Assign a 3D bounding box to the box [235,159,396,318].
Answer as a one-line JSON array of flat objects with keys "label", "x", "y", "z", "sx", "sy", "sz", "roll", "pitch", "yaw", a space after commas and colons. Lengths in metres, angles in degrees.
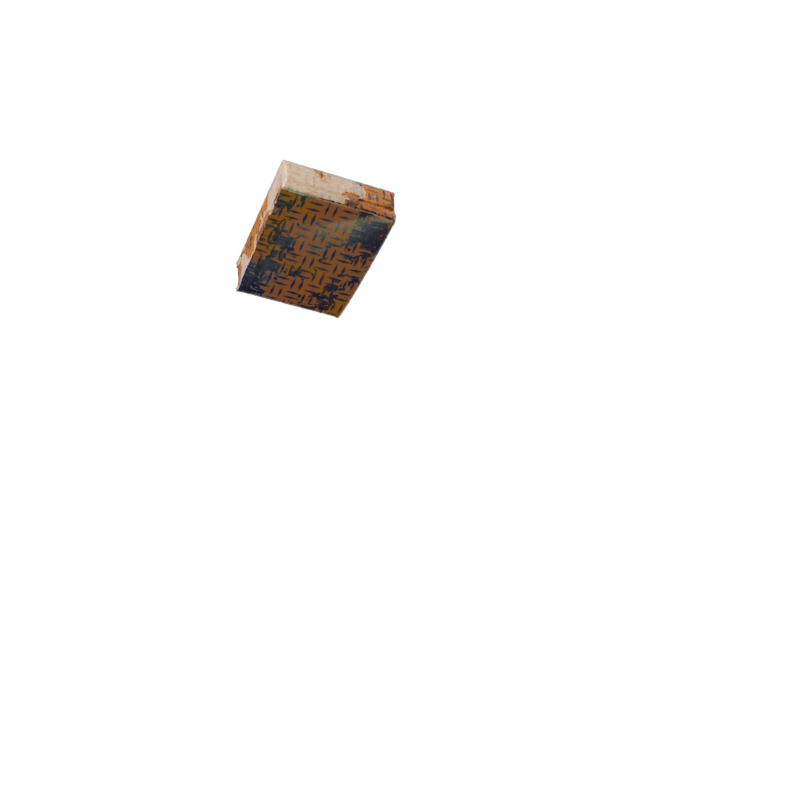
[{"label": "box", "x": -0.065, "y": -0.119, "z": 0.836, "sx": 0.087, "sy": 0.042, "sz": 0.109, "roll": 17, "pitch": -49, "yaw": -16}]
